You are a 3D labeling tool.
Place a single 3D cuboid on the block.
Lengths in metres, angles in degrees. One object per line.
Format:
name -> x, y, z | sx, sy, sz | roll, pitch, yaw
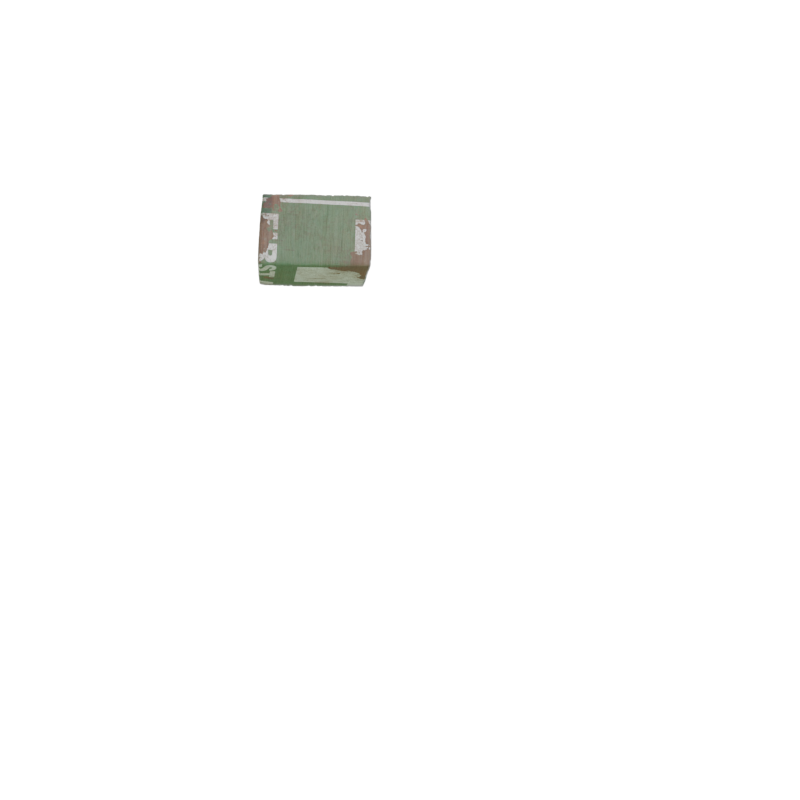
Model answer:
block -> -0.061, -0.111, 0.780 | 0.077, 0.053, 0.051 | 1, -15, -5
